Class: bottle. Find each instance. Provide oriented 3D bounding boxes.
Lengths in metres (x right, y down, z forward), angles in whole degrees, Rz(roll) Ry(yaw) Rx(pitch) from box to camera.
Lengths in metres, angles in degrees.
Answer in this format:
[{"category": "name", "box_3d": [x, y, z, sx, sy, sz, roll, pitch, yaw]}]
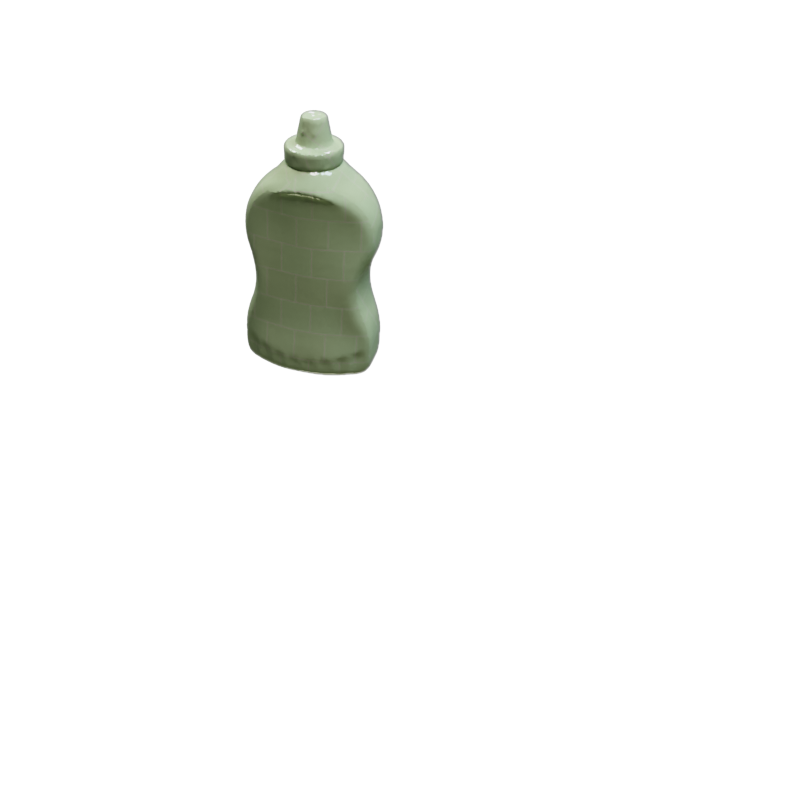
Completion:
[{"category": "bottle", "box_3d": [-0.061, -0.112, 0.783, 0.099, 0.180, 0.060, 12, 32, 15]}]
